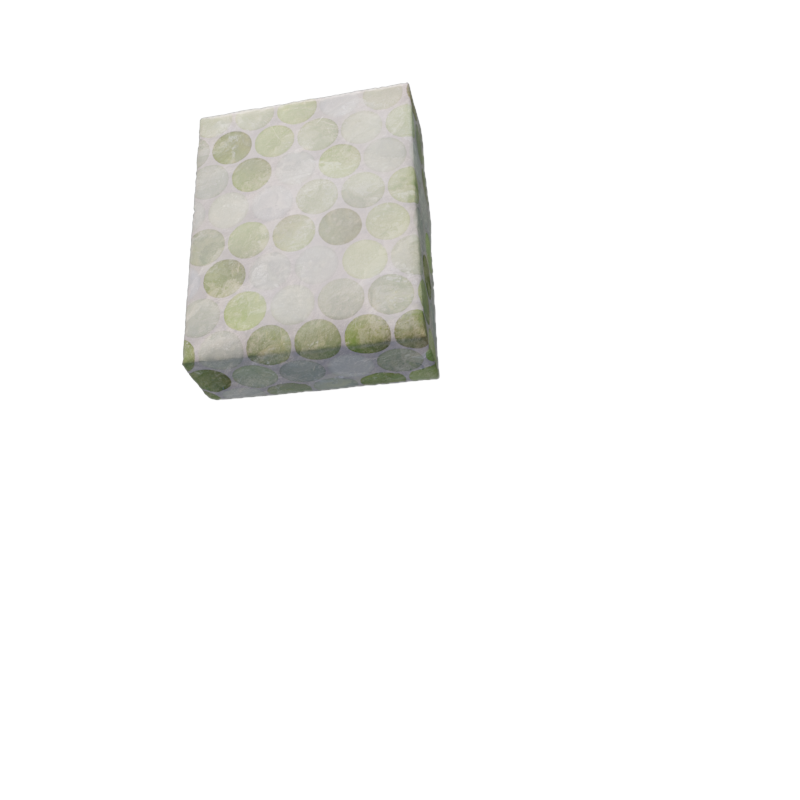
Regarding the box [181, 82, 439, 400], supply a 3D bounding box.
[{"bbox_3d":[-0.062,-0.113,0.791,0.166,0.228,0.066,-8,-32,10],"label":"box"}]
